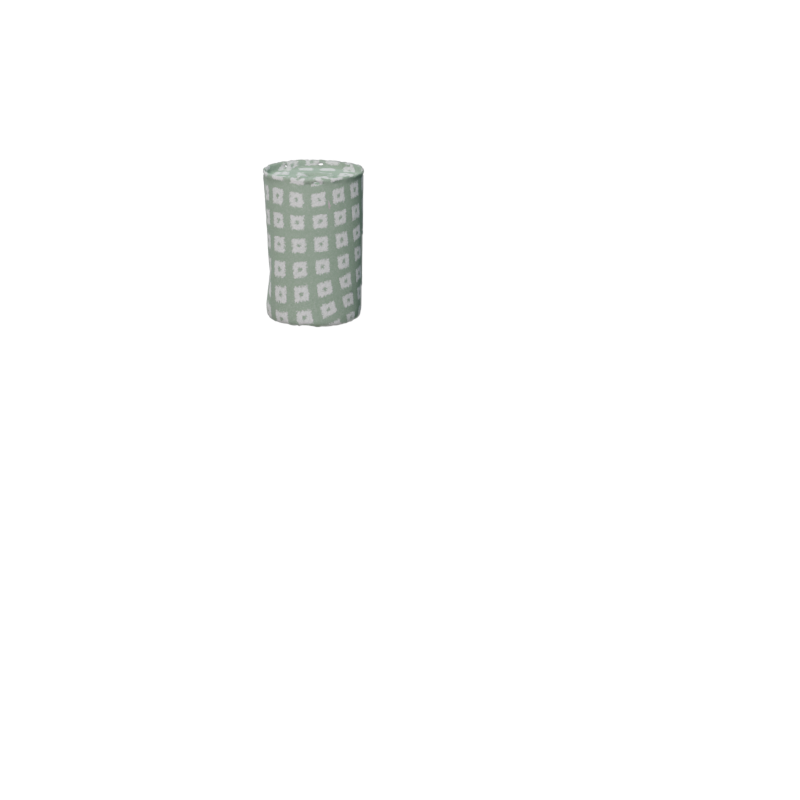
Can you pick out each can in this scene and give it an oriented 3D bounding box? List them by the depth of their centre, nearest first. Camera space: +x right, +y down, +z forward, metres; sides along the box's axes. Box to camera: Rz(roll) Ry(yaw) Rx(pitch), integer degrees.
[{"bbox_3d":[-0.059,-0.108,0.756,0.068,0.099,0.071,0,17,-2],"label":"can"}]
